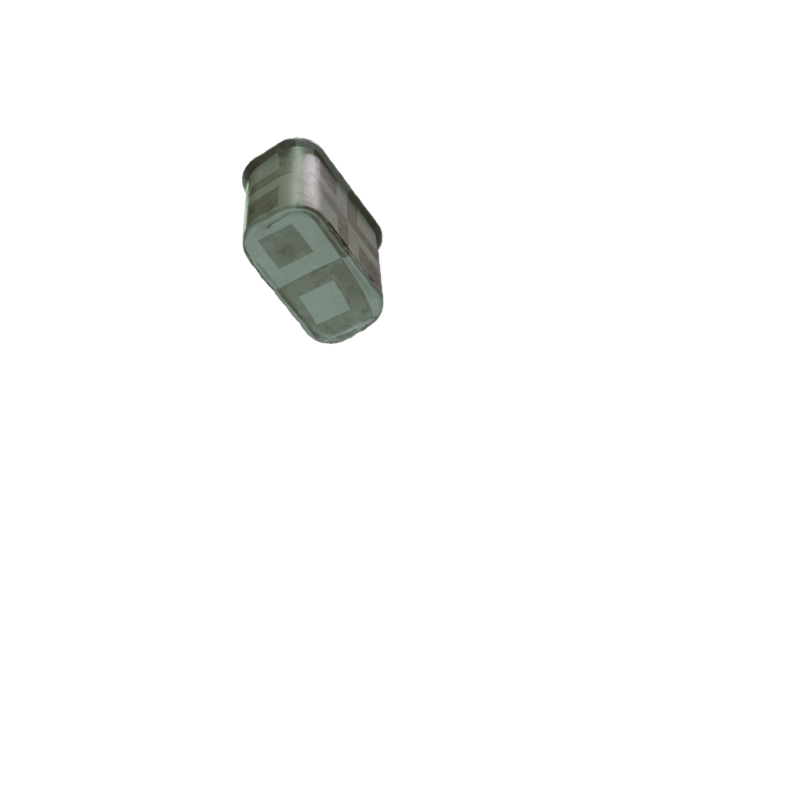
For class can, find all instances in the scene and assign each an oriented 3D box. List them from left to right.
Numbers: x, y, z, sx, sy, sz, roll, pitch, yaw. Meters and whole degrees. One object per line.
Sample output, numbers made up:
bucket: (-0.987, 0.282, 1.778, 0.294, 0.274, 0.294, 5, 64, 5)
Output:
can: (-0.053, -0.096, 0.673, 0.057, 0.095, 0.089, -29, 31, 17)
